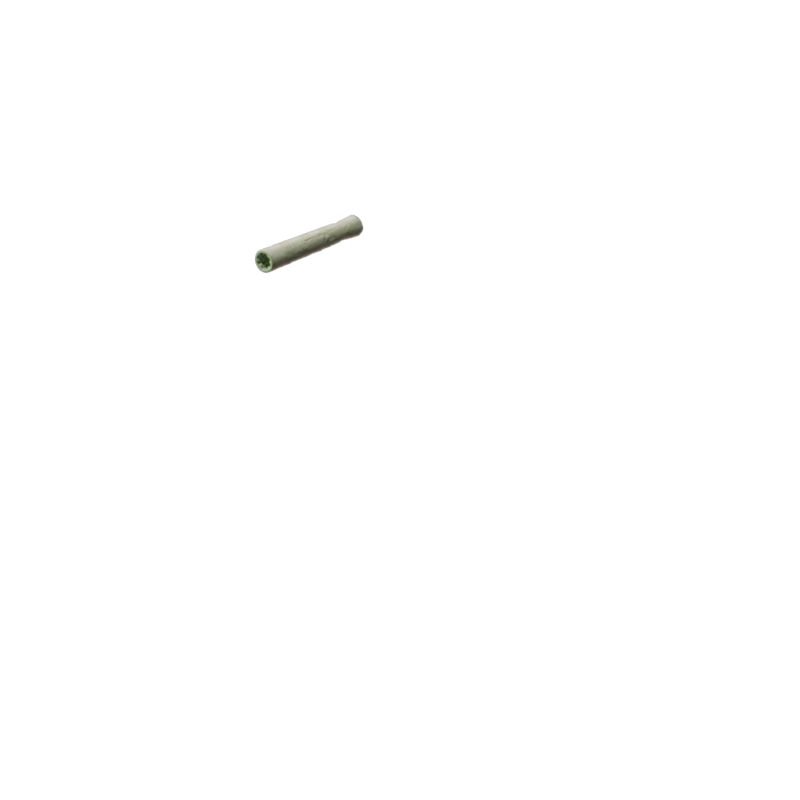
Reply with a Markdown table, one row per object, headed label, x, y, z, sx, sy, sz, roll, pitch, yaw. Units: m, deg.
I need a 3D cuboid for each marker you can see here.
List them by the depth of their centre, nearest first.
| label | x | y | z | sx | sy | sz | roll | pitch | yaw |
| --- | --- | --- | --- | --- | --- | --- | --- | --- | --- |
| marker | -0.069 | -0.127 | 0.887 | 0.021 | 0.019 | 0.120 | 3 | 22 | 37 |
